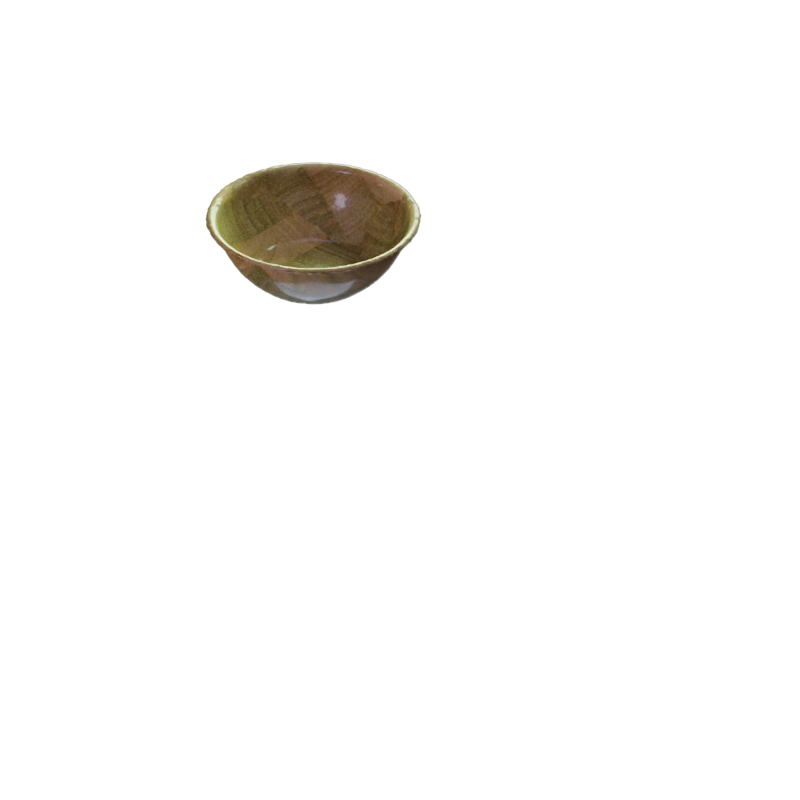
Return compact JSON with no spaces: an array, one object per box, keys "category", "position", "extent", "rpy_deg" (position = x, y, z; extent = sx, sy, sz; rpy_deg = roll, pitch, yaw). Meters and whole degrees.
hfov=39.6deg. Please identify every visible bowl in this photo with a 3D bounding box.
[{"category":"bowl","position":[-0.066,-0.121,0.849],"extent":[0.162,0.051,0.173],"rpy_deg":[-1,37,-2]}]
